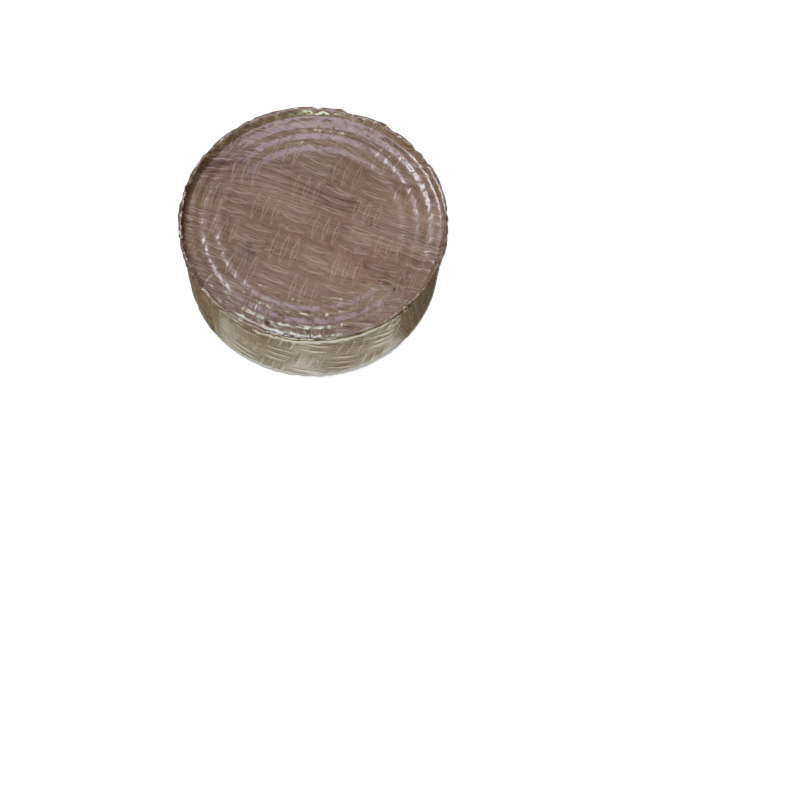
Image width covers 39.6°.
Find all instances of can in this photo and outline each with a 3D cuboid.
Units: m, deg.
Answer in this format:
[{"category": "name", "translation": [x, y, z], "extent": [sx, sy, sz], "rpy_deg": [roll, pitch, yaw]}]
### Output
[{"category": "can", "translation": [-0.029, -0.052, 0.364], "extent": [0.086, 0.091, 0.032], "rpy_deg": [-1, -27, -1]}]
